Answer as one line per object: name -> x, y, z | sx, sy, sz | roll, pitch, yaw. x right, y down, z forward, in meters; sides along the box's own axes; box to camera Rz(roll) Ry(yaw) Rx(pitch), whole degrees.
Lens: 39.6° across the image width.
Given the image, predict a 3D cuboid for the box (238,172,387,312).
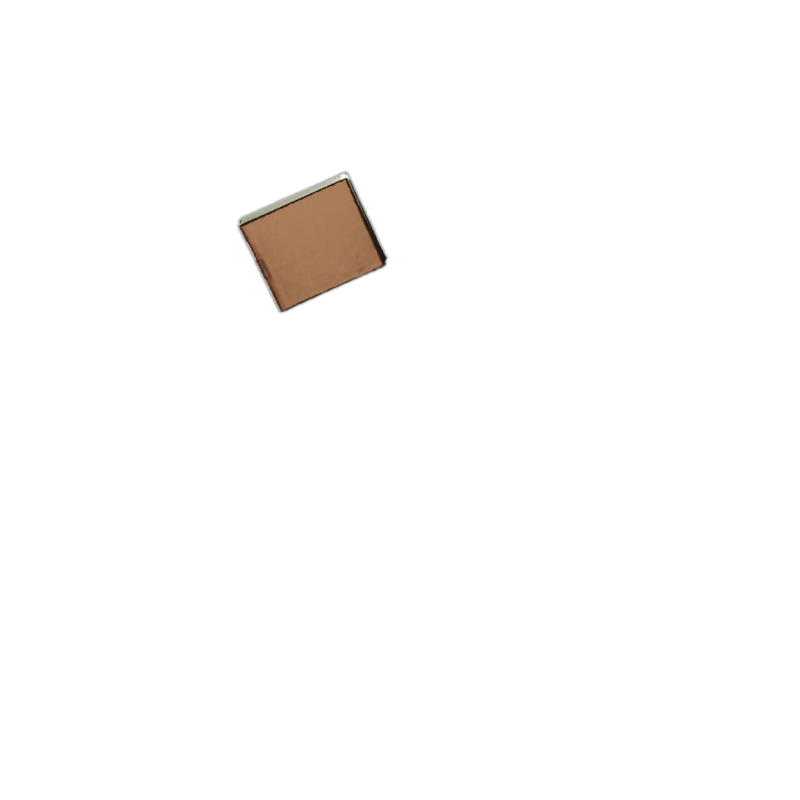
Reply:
box -> -0.064, -0.116, 0.815 | 0.089, 0.071, 0.031 | -24, 13, 5
